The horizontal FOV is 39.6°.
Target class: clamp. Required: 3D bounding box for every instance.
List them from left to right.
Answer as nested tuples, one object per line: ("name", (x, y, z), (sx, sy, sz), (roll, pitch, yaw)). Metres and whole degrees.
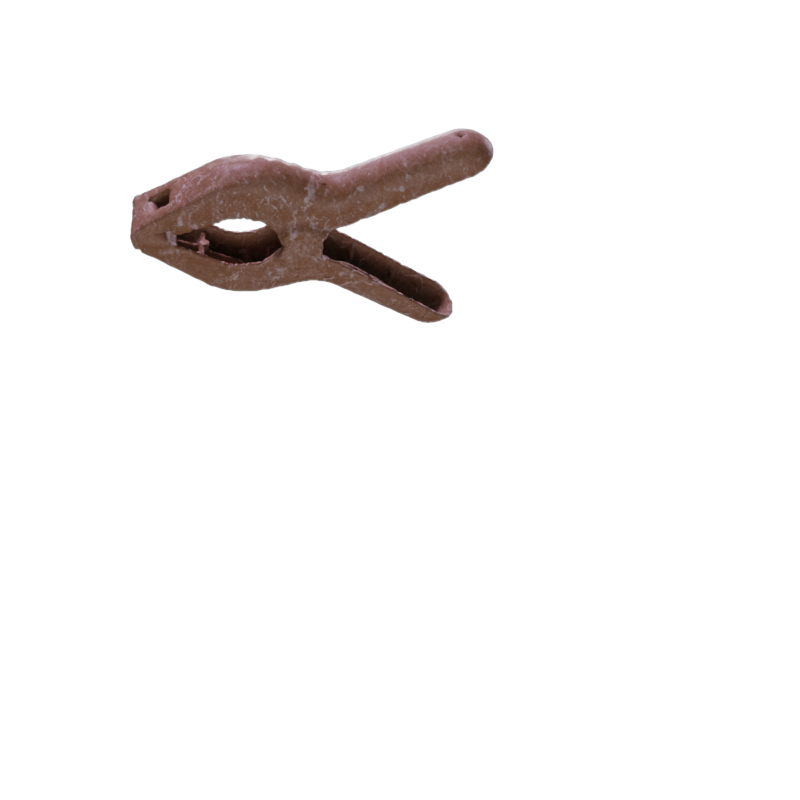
("clamp", (-0.043, -0.078, 0.544), (0.172, 0.112, 0.042), (-2, 42, 2))
